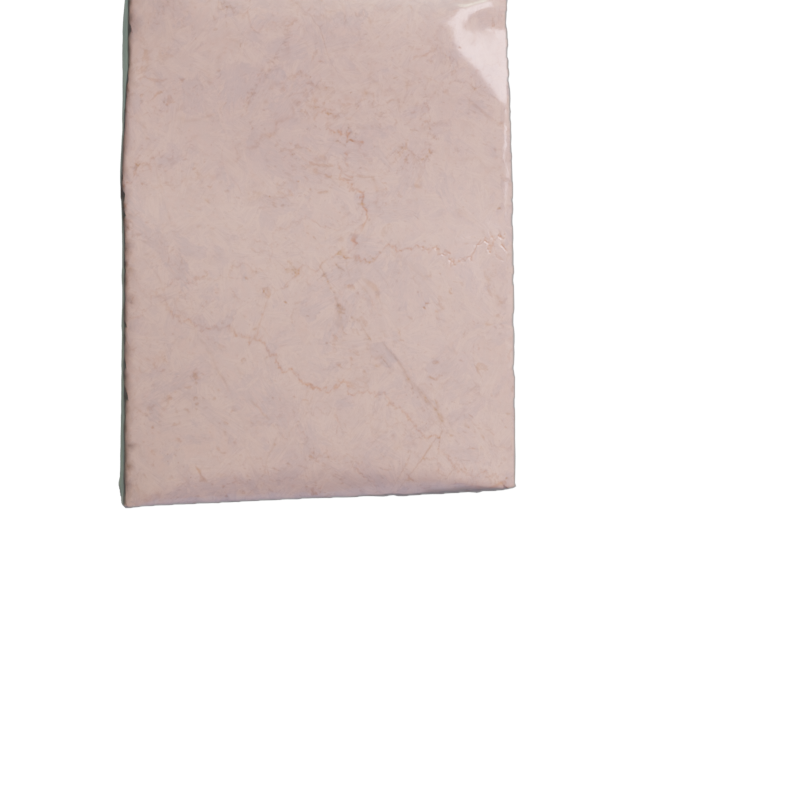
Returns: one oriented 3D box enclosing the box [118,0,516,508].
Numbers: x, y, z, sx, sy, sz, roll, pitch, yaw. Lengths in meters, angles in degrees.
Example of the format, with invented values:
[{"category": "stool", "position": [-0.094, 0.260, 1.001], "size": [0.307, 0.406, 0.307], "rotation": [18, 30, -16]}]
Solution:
[{"category": "box", "position": [-0.037, -0.068, 0.473], "size": [0.161, 0.216, 0.072], "rotation": [0, -3, -12]}]
